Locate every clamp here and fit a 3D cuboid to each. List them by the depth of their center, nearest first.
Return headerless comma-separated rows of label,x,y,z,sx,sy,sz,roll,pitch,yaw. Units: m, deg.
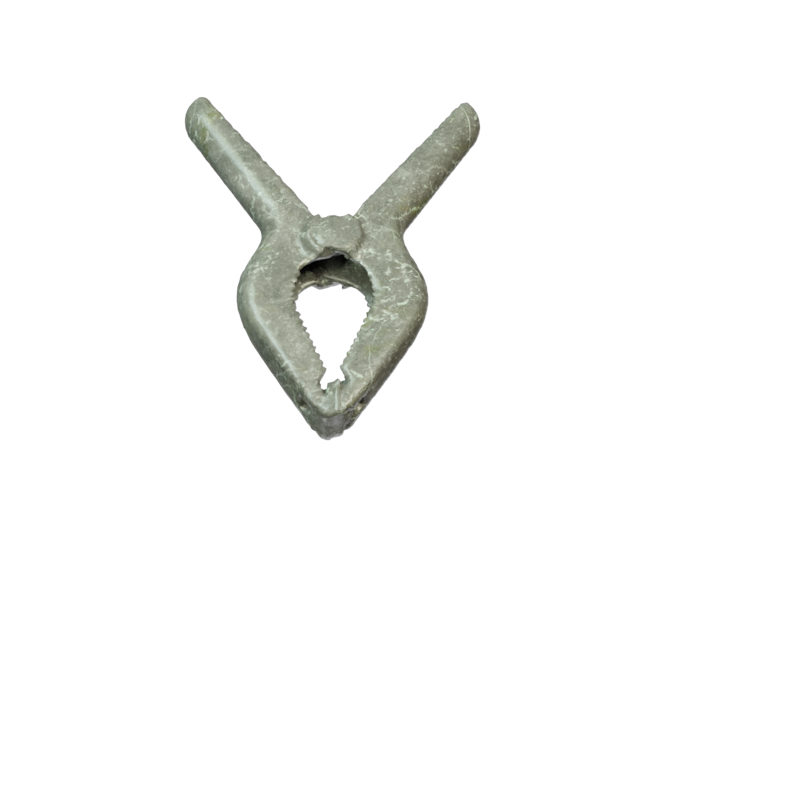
clamp,-0.045,-0.082,0.574,0.165,0.223,0.034,5,-34,3
